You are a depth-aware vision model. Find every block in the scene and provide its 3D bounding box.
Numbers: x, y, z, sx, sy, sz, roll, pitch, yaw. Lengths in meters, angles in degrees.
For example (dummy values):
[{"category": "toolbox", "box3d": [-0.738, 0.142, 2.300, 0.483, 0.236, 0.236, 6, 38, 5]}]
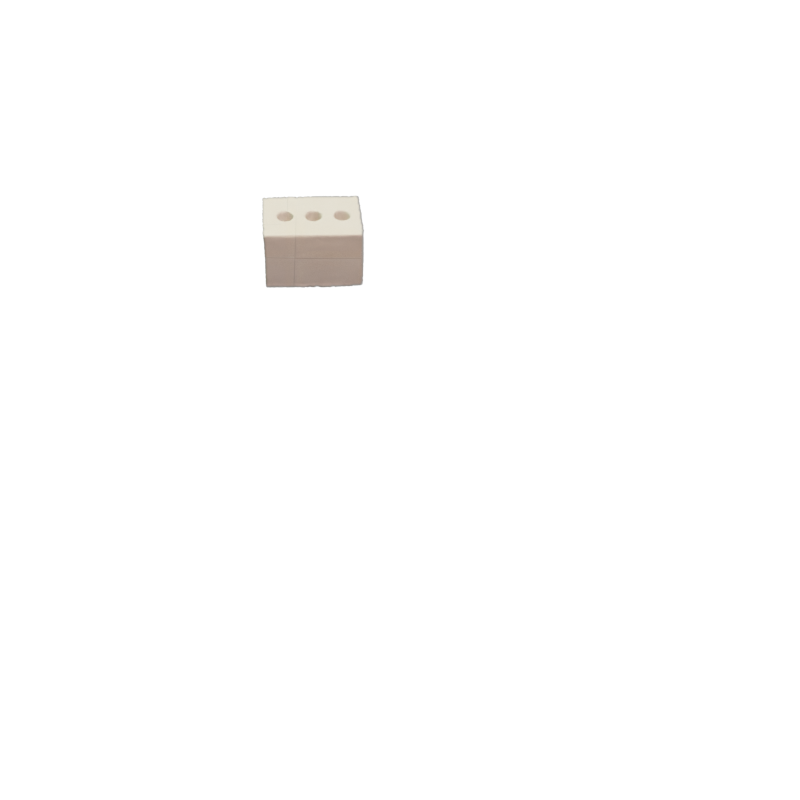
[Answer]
[{"category": "block", "box3d": [-0.067, -0.123, 0.861, 0.078, 0.048, 0.057, -2, 40, -3]}]
